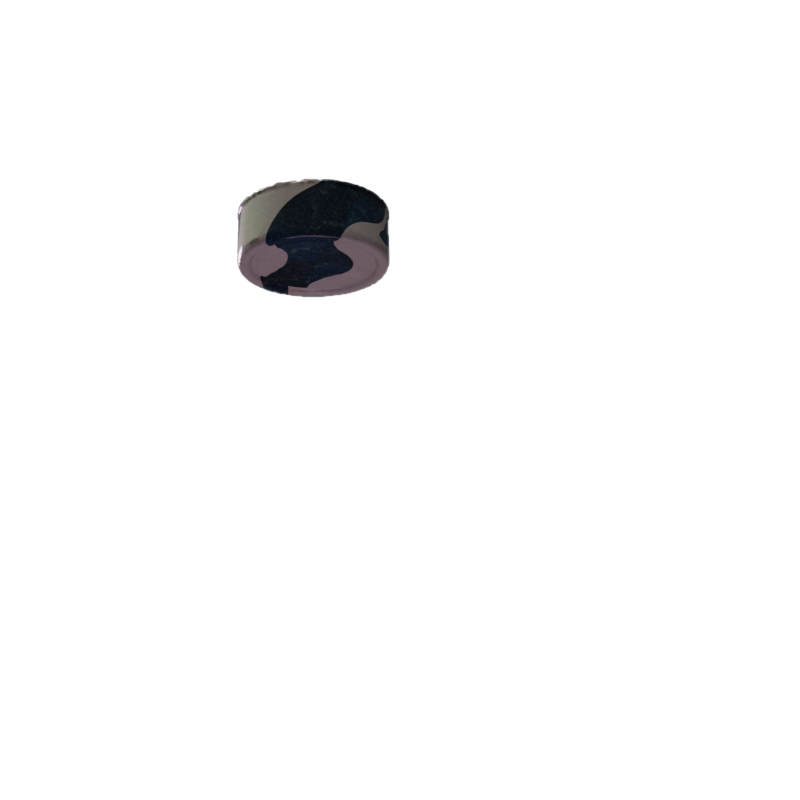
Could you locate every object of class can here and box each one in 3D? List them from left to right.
[{"bbox_3d":[-0.048,-0.088,0.618,0.086,0.035,0.082,0,-20,-2],"label":"can"}]
